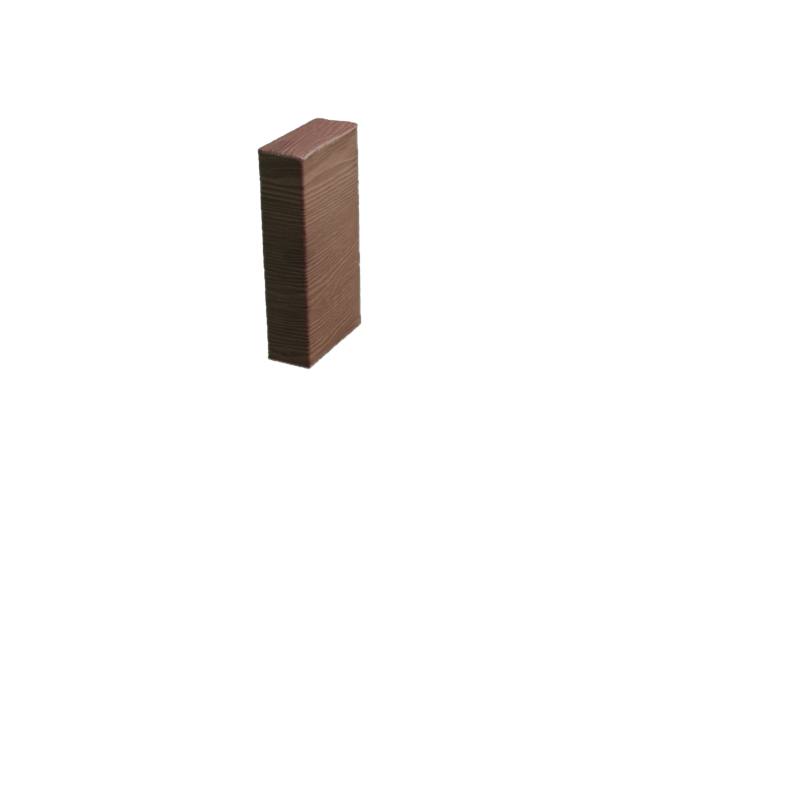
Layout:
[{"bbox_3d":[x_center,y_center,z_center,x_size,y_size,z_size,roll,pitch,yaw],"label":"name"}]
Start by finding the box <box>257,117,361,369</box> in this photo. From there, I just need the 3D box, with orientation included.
[{"bbox_3d":[-0.068,-0.124,0.872,0.050,0.167,0.095,13,29,22],"label":"box"}]
